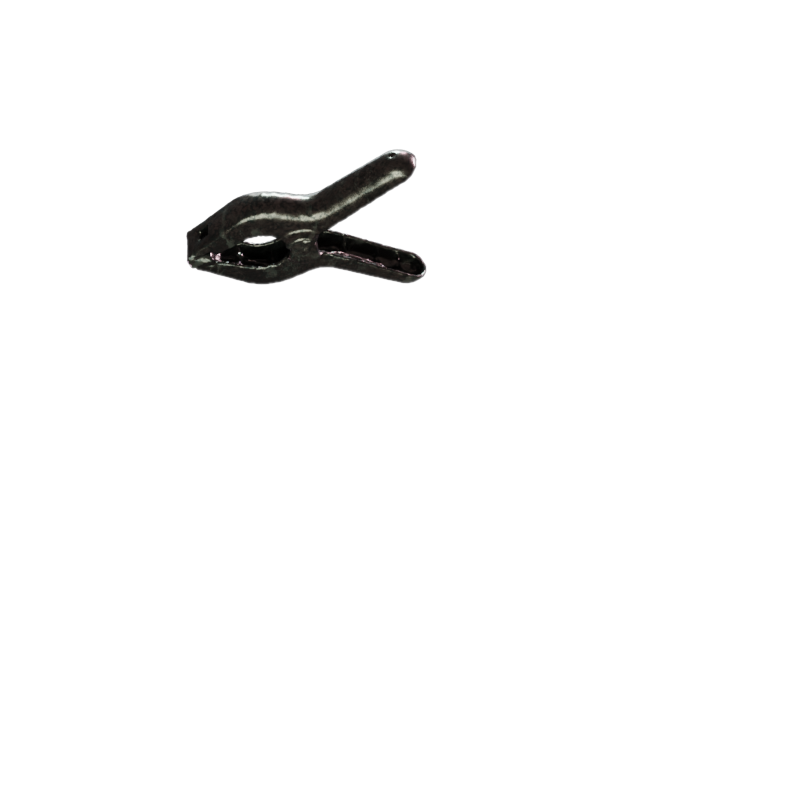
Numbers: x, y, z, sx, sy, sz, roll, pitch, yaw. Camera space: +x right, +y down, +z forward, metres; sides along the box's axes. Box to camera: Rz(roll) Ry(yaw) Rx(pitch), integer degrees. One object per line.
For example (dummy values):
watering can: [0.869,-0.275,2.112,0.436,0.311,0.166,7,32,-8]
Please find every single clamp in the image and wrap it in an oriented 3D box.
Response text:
clamp: [-0.061,-0.111,0.780,0.173,0.042,0.111,-11,-46,10]
